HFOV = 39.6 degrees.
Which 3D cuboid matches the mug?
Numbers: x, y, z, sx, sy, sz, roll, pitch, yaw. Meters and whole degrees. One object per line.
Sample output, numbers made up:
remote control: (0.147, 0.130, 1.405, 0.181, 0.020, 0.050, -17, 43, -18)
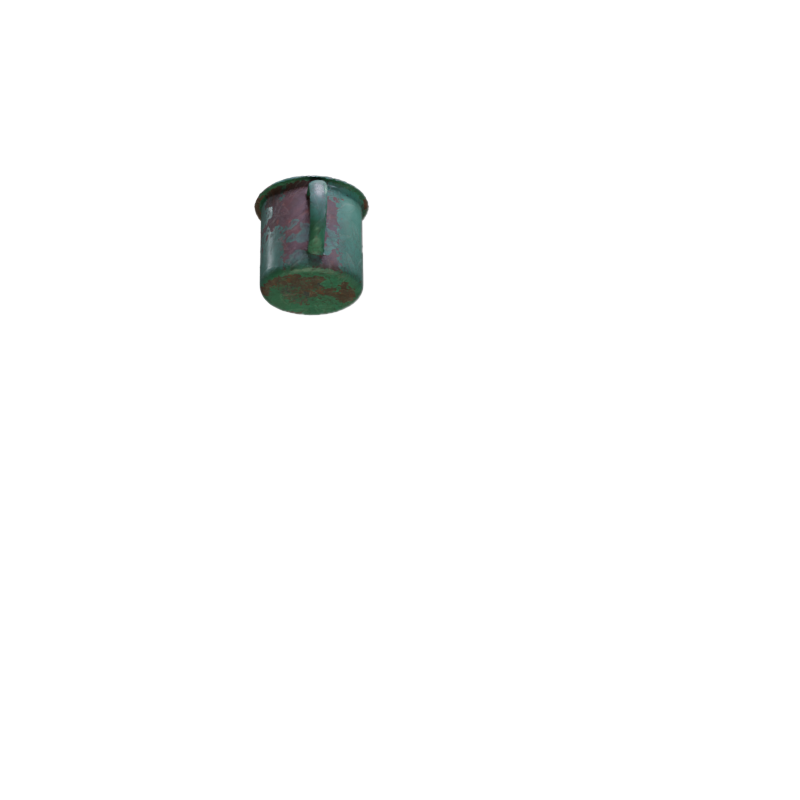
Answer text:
mug: (-0.068, -0.125, 0.873, 0.092, 0.087, 0.112, 4, -27, -9)
